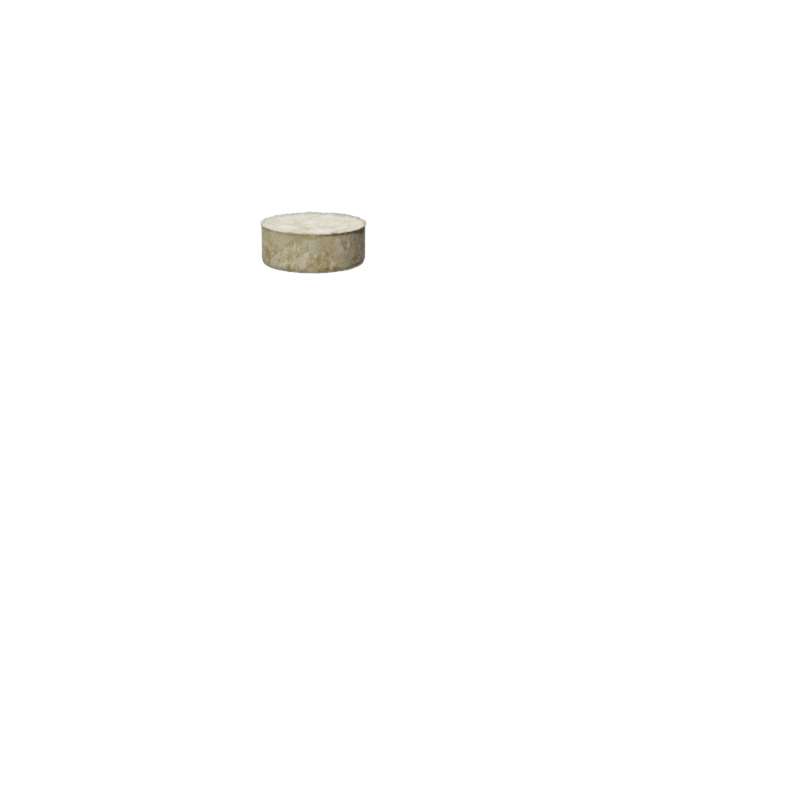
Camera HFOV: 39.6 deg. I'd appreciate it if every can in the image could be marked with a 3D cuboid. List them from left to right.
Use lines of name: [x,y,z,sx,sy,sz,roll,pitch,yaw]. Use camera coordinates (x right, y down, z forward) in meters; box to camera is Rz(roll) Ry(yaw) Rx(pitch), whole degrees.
can: [-0.071,-0.129,0.901,0.086,0.032,0.089,-1,19,-2]
